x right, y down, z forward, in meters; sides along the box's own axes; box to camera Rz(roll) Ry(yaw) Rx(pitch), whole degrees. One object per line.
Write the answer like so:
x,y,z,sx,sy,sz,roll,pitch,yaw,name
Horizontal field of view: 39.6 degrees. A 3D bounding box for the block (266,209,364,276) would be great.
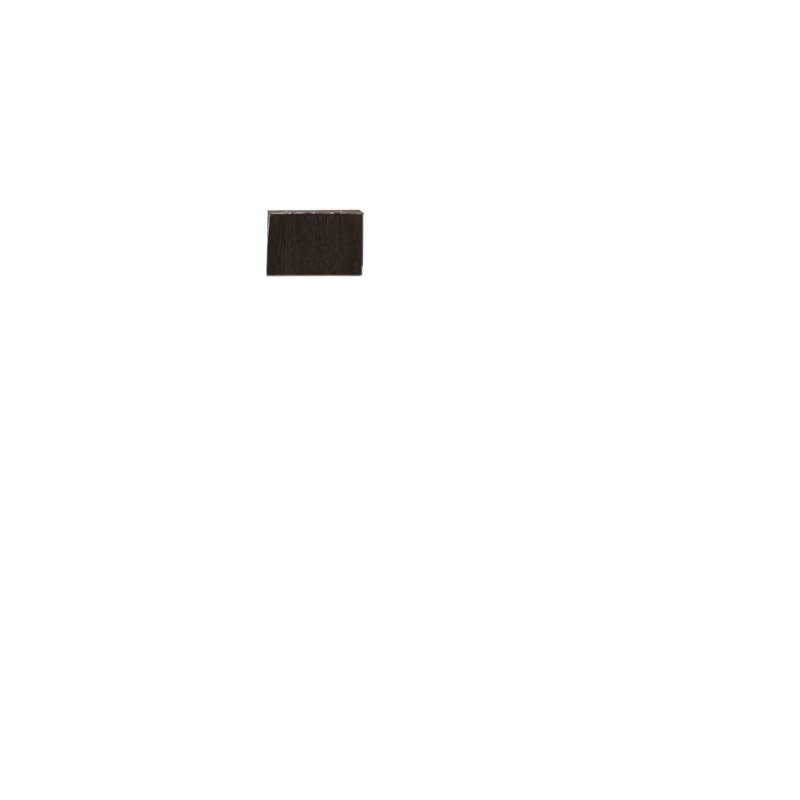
-0.071,-0.129,0.902,0.077,0.050,0.054,-1,10,-5,block
